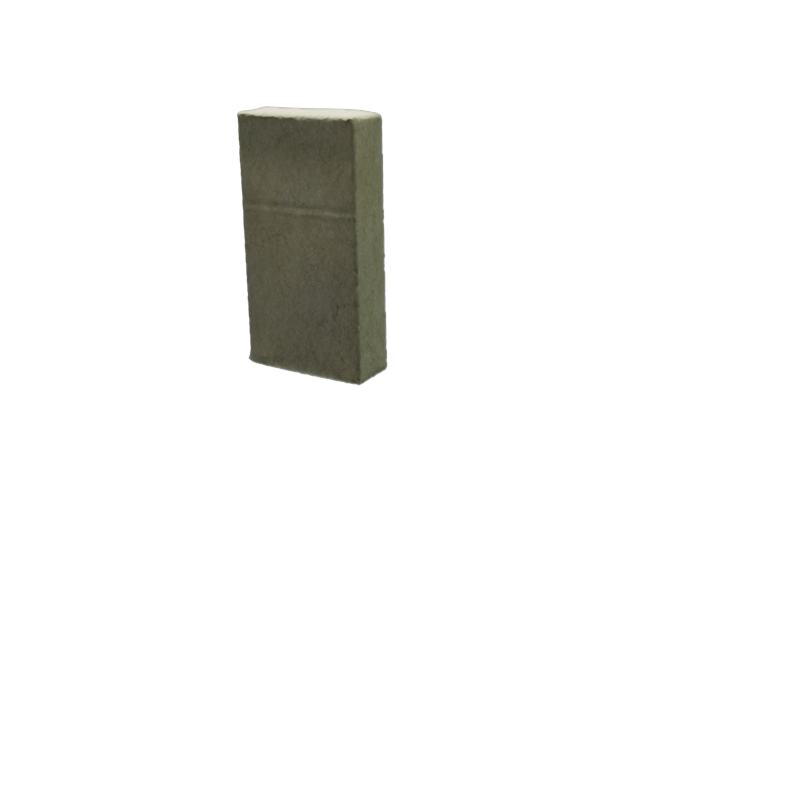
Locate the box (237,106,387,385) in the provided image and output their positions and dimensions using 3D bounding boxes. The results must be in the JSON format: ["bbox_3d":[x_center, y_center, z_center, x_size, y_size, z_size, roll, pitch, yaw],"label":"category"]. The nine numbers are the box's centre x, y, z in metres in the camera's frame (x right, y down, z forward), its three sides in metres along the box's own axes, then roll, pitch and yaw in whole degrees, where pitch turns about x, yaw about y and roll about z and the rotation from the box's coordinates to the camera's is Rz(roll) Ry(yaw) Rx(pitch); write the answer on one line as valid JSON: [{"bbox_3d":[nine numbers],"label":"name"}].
[{"bbox_3d":[-0.058,-0.106,0.740,0.097,0.171,0.047,9,15,31],"label":"box"}]
